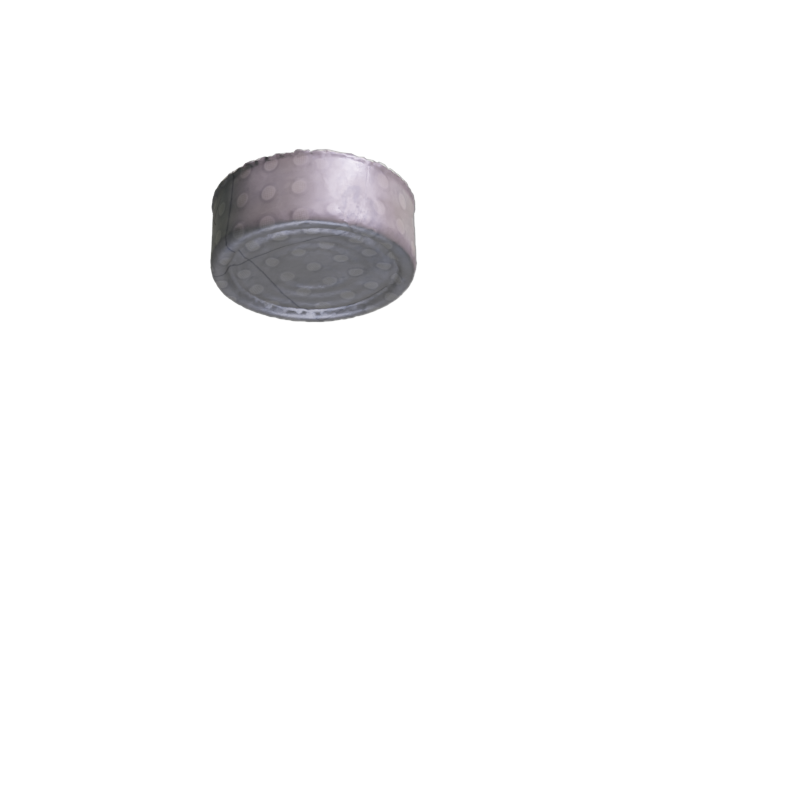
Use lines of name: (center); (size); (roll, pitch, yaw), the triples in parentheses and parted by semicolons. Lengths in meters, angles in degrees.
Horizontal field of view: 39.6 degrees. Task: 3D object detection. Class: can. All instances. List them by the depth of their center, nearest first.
can: (-0.036, -0.066, 0.459); (0.086, 0.036, 0.081); (1, -26, -2)
